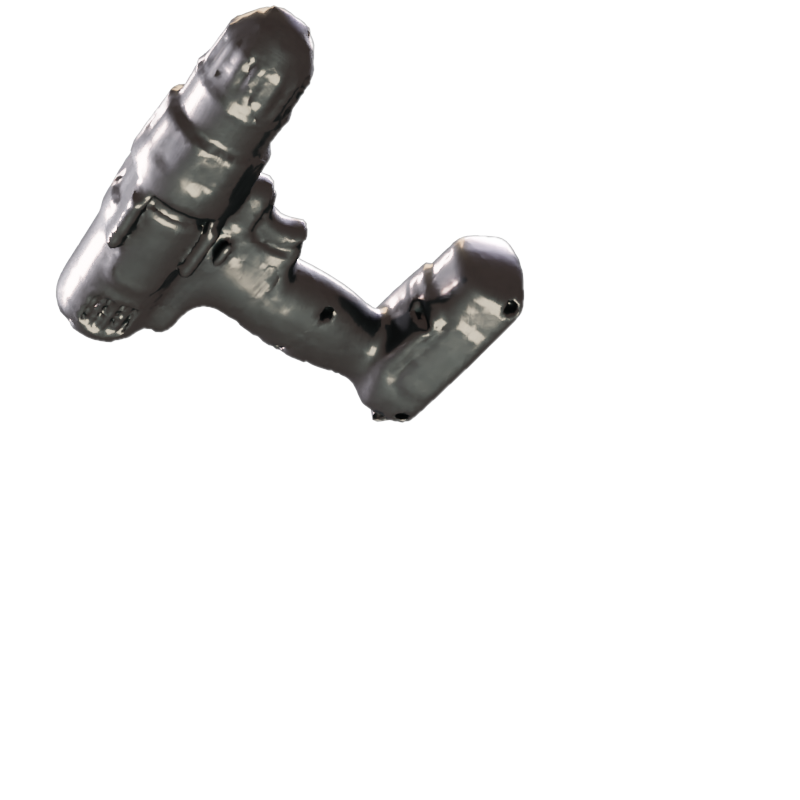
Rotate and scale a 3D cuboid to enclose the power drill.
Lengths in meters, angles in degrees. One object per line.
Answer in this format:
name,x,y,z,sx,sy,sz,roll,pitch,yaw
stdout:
power drill,-0.039,-0.071,0.501,0.179,0.062,0.180,25,-50,-24
